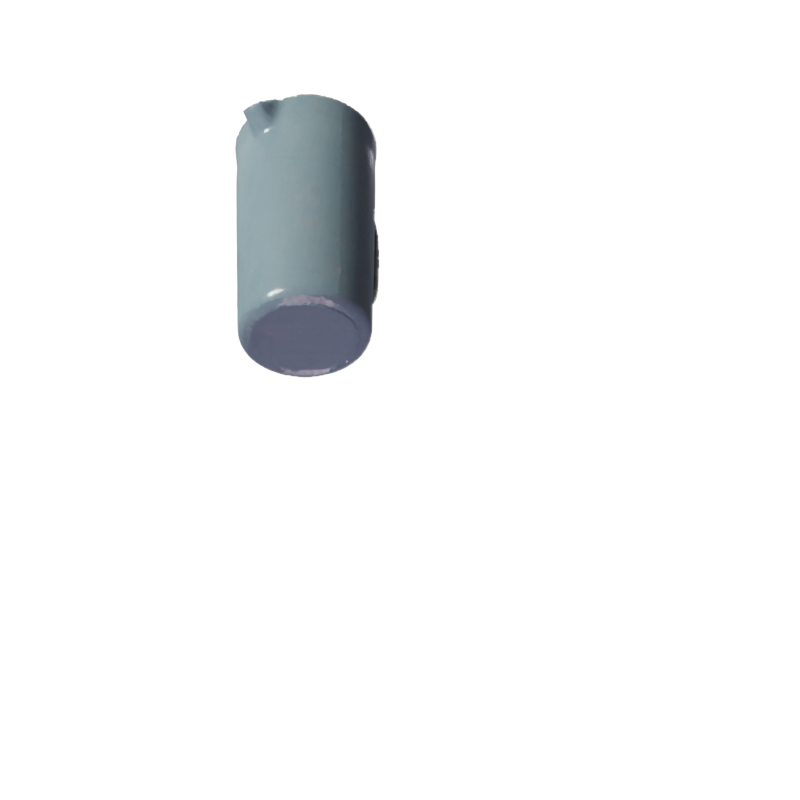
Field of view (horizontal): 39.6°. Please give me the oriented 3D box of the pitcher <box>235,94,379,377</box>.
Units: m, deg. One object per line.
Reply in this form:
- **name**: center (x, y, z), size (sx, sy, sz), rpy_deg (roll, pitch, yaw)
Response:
- **pitcher**: center (-0.076, -0.139, 0.971), size (0.147, 0.261, 0.137), rpy_deg (6, -42, -10)
